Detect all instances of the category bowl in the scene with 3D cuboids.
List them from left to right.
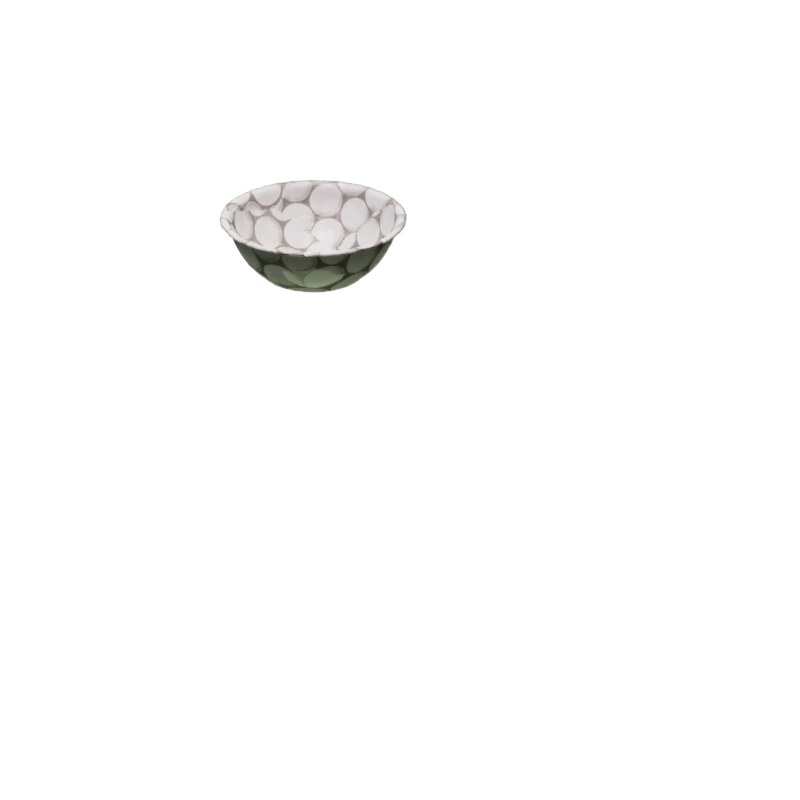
[{"bbox_3d":[-0.076,-0.139,0.971,0.162,0.052,0.172,-1,30,-2],"label":"bowl"}]
